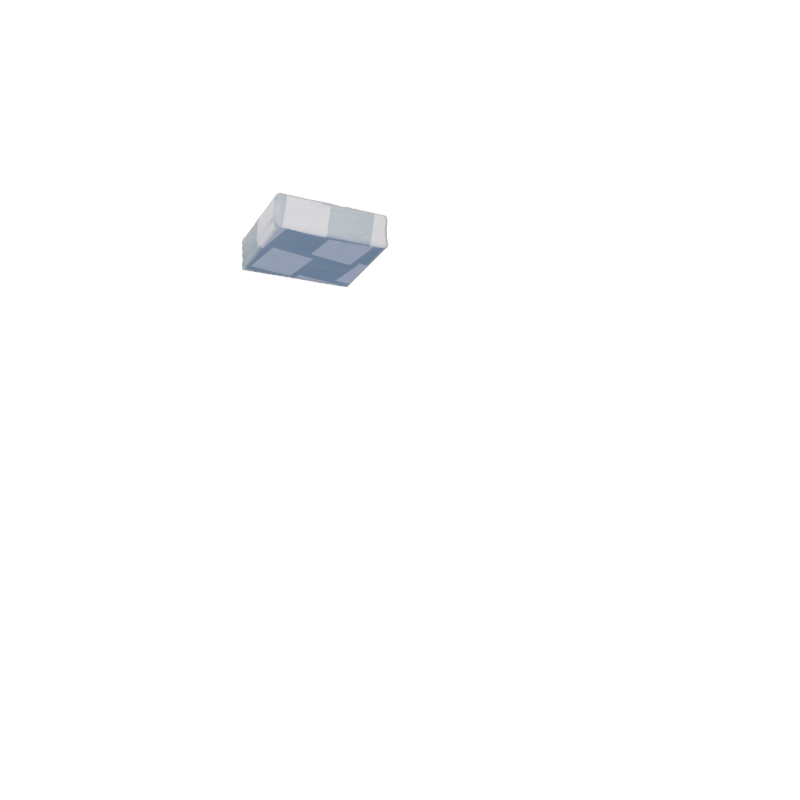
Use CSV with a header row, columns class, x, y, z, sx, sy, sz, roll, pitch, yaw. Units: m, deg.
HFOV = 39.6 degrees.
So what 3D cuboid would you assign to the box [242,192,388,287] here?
class,x,y,z,sx,sy,sz,roll,pitch,yaw
box,-0.064,-0.117,0.817,0.086,0.032,0.071,9,-25,-22
